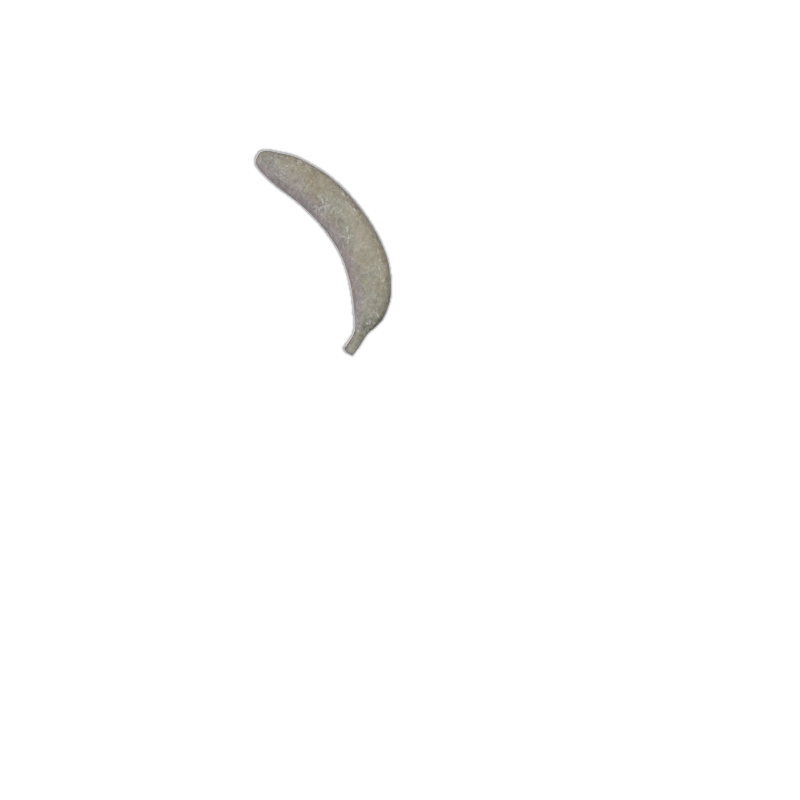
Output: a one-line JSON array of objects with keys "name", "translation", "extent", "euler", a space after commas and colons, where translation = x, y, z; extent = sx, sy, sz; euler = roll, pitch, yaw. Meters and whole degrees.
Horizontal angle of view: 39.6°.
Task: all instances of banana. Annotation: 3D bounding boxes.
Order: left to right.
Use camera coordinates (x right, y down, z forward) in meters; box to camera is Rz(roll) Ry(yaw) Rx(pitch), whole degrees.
[{"name": "banana", "translation": [-0.057, -0.142, 0.962], "extent": [0.069, 0.204, 0.036], "euler": [-25, -11, -6]}]
